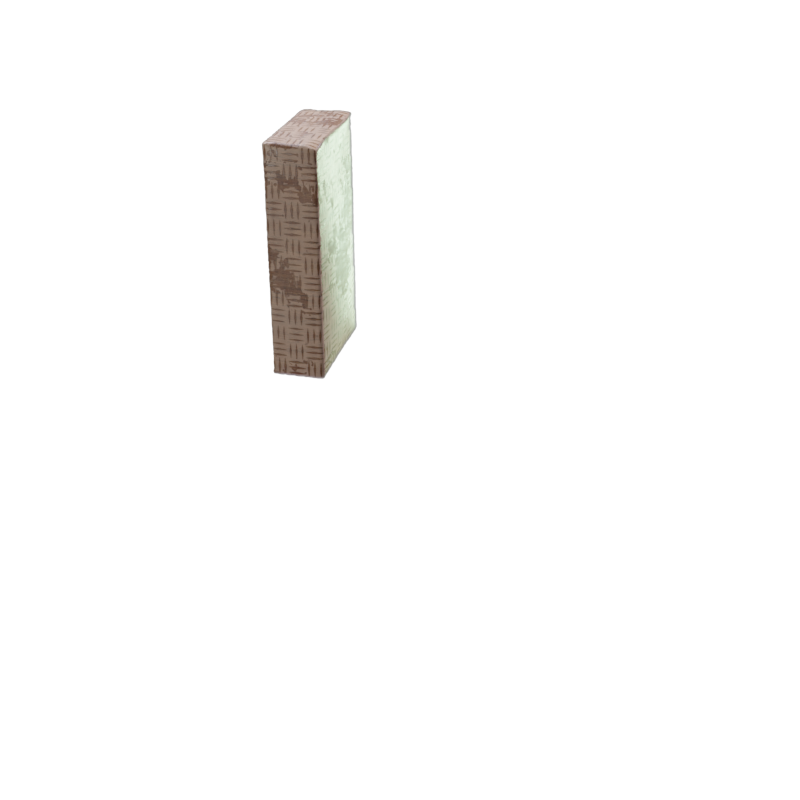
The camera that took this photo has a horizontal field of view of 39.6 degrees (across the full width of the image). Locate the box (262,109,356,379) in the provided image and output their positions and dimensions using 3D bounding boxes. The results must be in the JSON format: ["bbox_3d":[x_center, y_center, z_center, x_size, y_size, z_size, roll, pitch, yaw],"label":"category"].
[{"bbox_3d":[-0.063,-0.116,0.810,0.049,0.167,0.096,7,26,12],"label":"box"}]
